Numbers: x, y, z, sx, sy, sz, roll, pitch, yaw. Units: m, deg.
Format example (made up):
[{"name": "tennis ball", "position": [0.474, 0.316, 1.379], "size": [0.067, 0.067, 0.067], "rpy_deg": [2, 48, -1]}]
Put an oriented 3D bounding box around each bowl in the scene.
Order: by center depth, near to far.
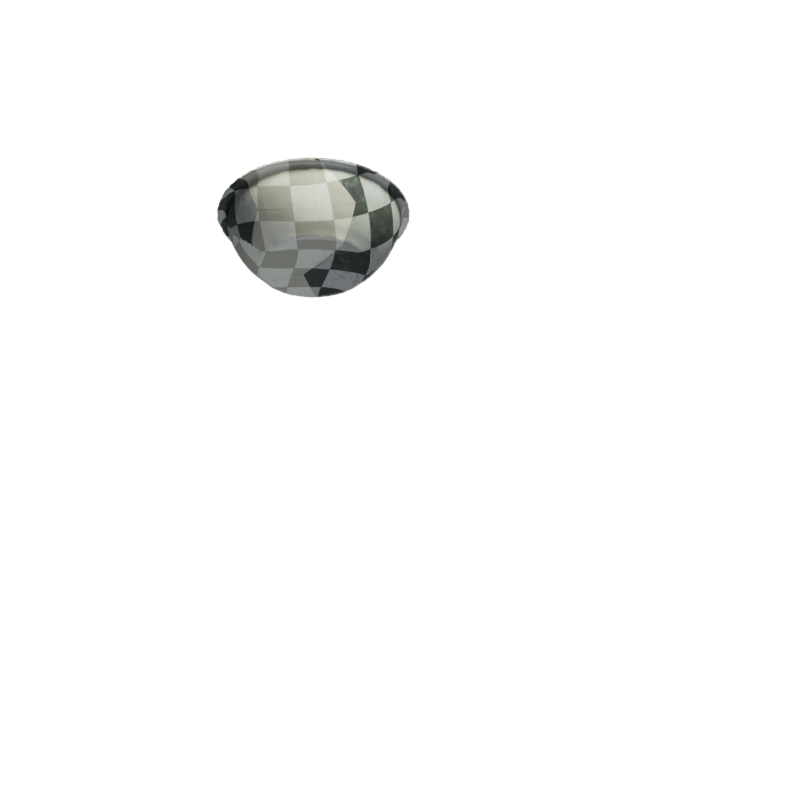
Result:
[{"name": "bowl", "position": [-0.072, -0.131, 0.919], "size": [0.162, 0.059, 0.152], "rpy_deg": [1, -28, -2]}]
